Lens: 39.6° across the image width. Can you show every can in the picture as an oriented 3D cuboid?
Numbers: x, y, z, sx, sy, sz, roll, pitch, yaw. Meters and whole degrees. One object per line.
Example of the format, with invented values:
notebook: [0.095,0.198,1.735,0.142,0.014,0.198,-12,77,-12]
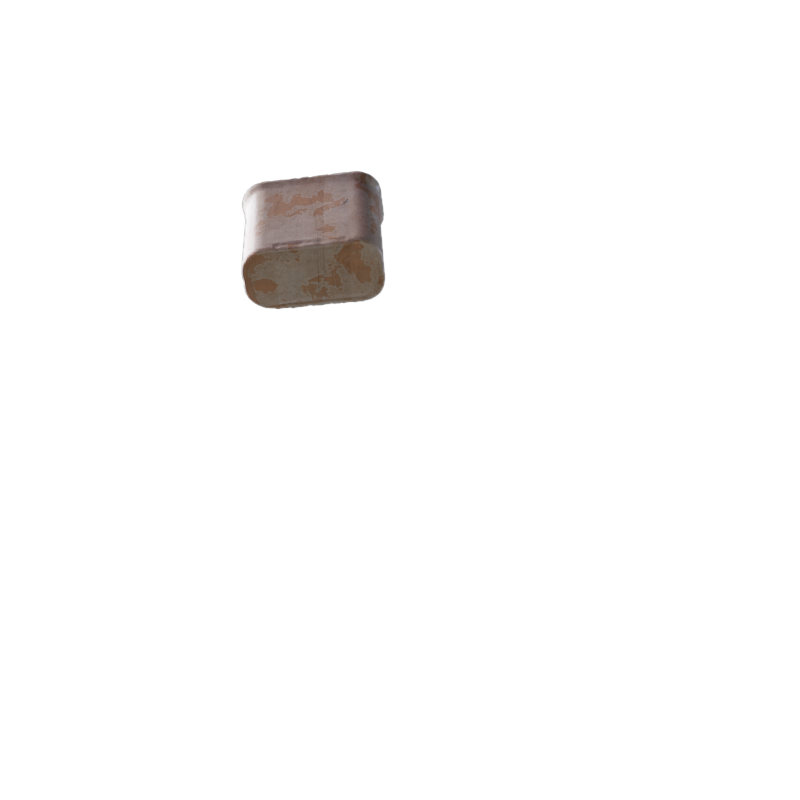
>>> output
can: [-0.061,-0.111,0.778,0.102,0.053,0.090,-6,40,3]
